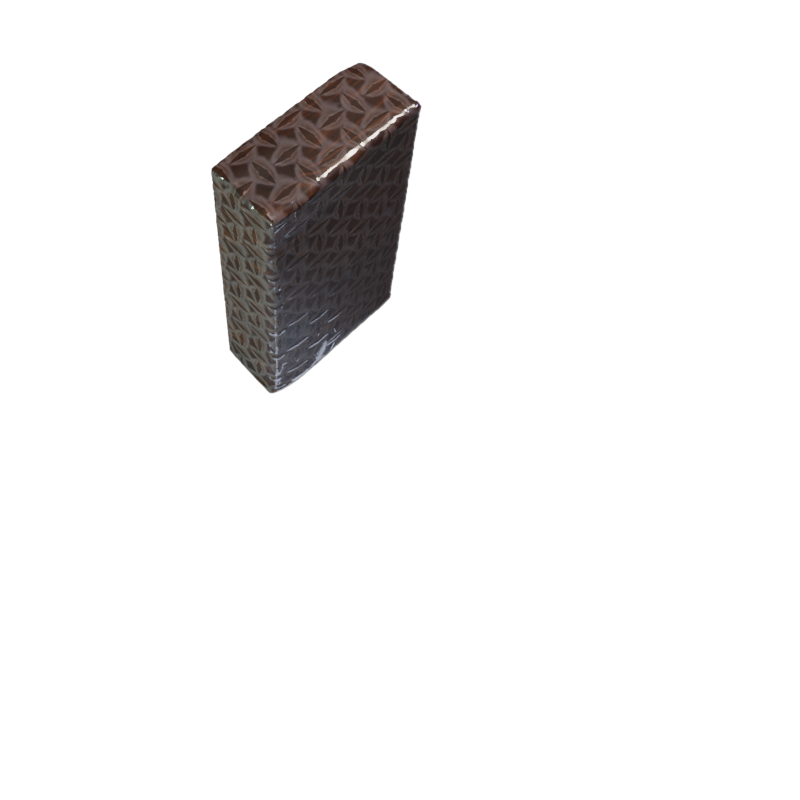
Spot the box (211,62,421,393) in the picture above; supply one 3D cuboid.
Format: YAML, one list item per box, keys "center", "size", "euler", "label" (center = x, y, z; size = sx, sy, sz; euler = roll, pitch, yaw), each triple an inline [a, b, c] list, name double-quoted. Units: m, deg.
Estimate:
- center: [-0.043, -0.078, 0.546]
  size: [0.094, 0.050, 0.166]
  euler: [-42, -18, -22]
  label: "box"
